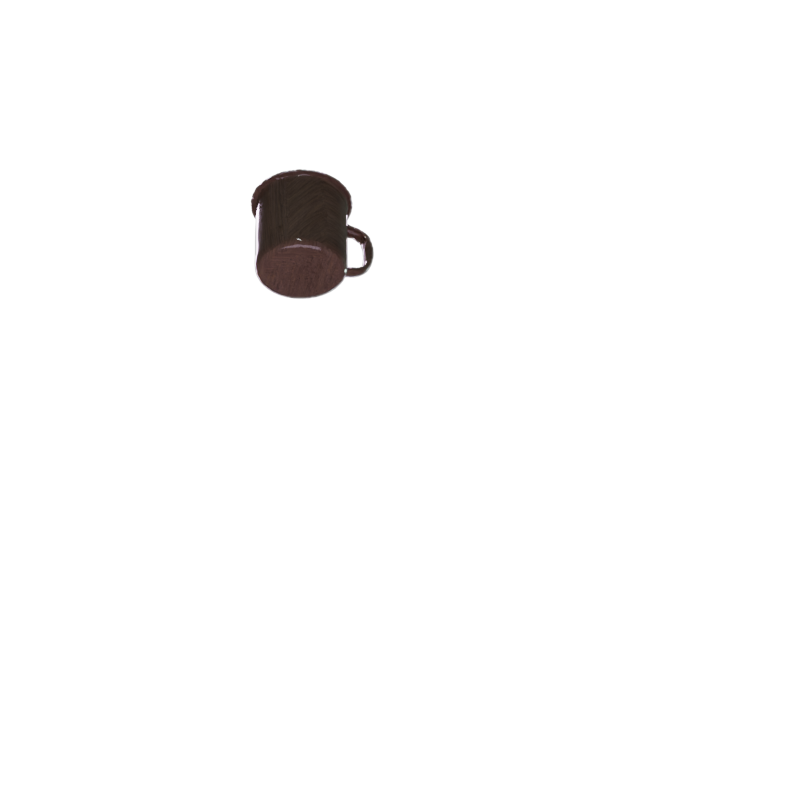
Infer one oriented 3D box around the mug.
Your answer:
[{"bbox_3d":[-0.078,-0.142,0.991,0.112,0.087,0.091,17,-40,-23],"label":"mug"}]
